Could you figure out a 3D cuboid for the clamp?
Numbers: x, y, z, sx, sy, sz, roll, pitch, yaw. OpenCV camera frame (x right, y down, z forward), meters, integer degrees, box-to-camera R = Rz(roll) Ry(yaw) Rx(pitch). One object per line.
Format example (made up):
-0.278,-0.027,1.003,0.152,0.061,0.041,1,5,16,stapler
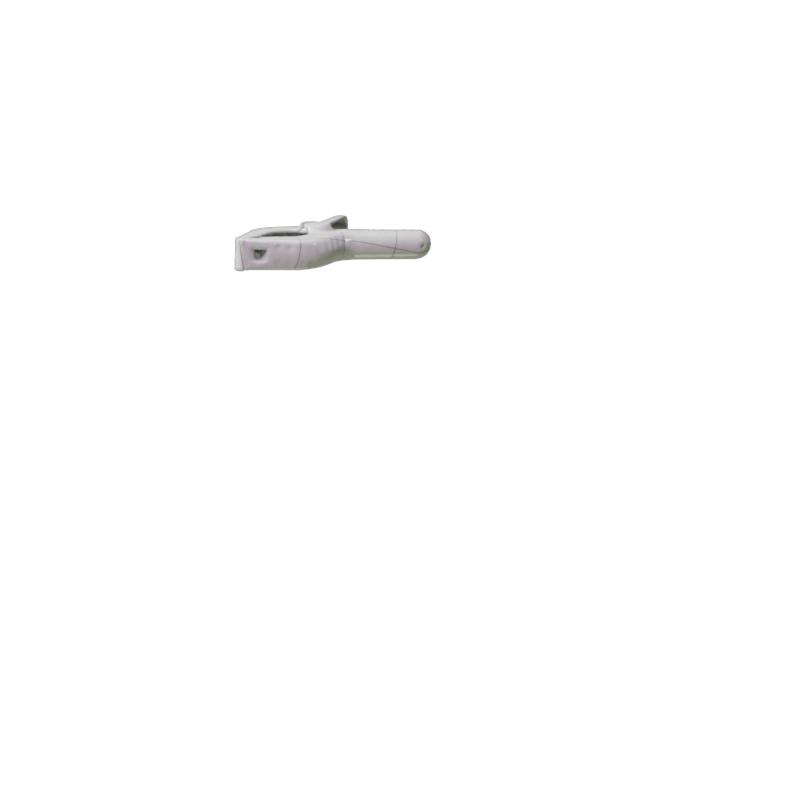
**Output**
-0.074,-0.135,0.943,0.166,0.038,0.126,-7,13,-32,clamp
